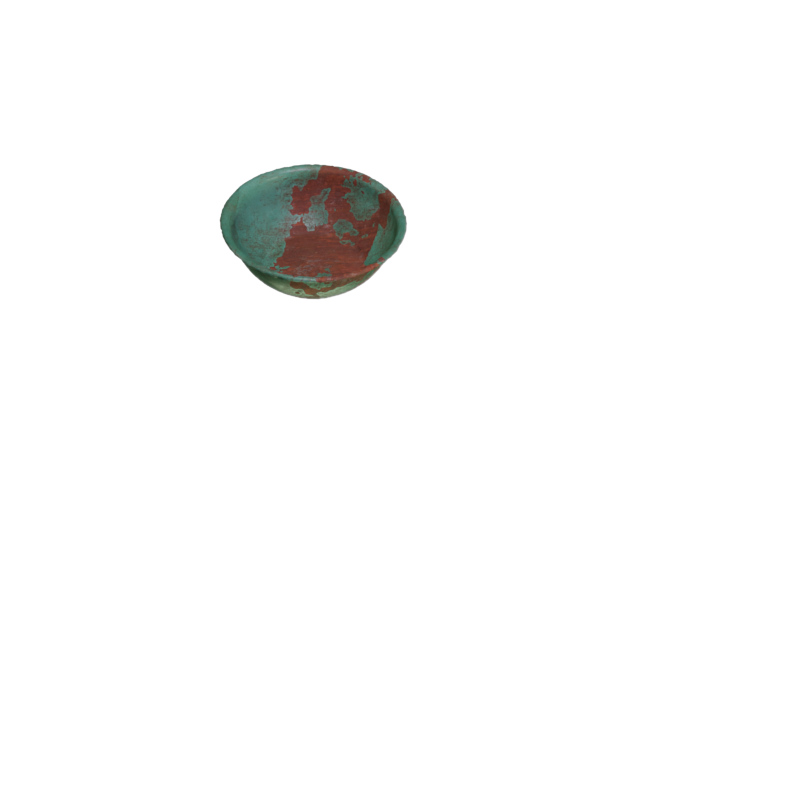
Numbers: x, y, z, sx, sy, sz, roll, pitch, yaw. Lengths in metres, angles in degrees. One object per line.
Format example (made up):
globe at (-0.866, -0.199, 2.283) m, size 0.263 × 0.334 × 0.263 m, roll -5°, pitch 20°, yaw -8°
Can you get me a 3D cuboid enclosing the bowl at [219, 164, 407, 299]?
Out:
bowl at (-0.076, -0.139, 0.976) m, size 0.162 × 0.051 × 0.174 m, roll -1°, pitch 44°, yaw -1°
